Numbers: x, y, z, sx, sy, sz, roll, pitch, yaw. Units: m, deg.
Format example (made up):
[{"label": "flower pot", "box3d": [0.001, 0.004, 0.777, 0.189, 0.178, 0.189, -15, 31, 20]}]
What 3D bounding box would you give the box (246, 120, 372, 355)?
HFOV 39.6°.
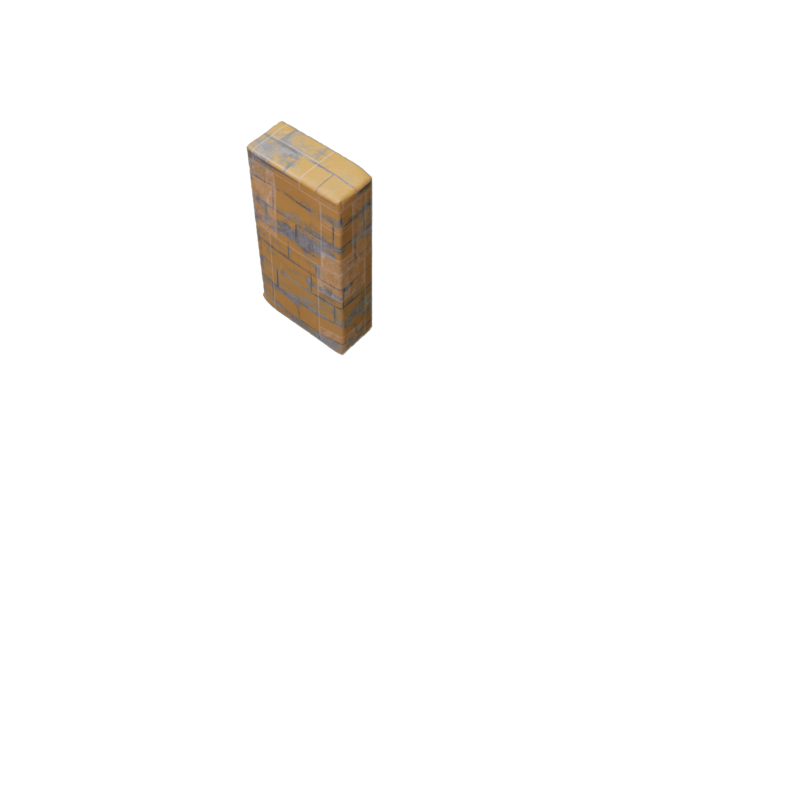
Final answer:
[{"label": "box", "box3d": [-0.067, -0.122, 0.856, 0.099, 0.164, 0.049, 36, 57, 24]}]
